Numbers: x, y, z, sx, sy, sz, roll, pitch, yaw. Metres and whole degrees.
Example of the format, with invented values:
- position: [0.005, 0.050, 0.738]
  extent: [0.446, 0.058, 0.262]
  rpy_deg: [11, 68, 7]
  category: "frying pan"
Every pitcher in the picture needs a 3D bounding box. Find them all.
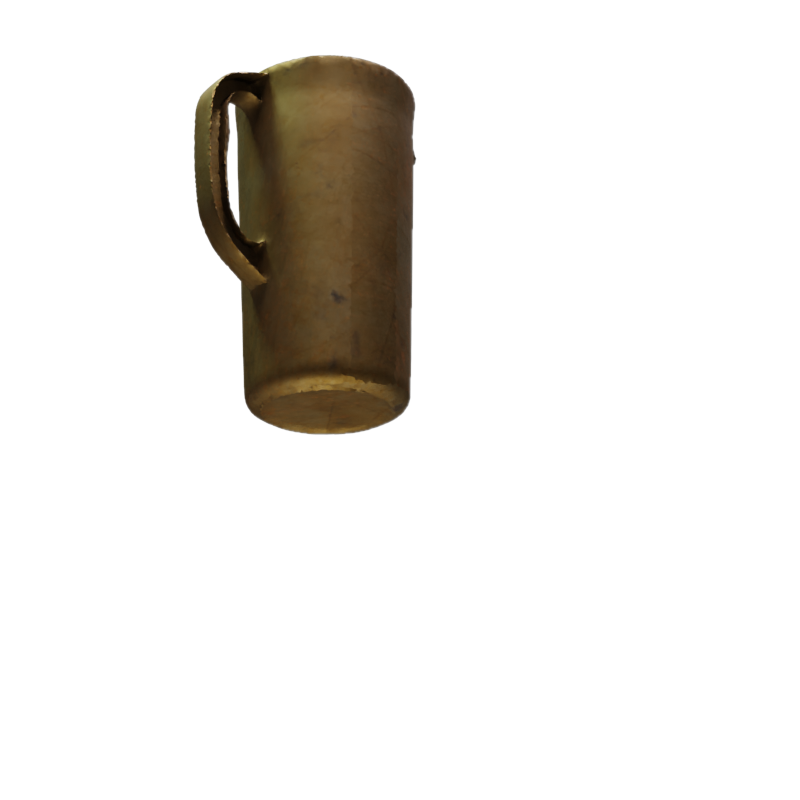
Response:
- position: [-0.060, -0.109, 0.763]
  extent: [0.150, 0.257, 0.136]
  rpy_deg: [-3, -25, 3]
  category: "pitcher"
